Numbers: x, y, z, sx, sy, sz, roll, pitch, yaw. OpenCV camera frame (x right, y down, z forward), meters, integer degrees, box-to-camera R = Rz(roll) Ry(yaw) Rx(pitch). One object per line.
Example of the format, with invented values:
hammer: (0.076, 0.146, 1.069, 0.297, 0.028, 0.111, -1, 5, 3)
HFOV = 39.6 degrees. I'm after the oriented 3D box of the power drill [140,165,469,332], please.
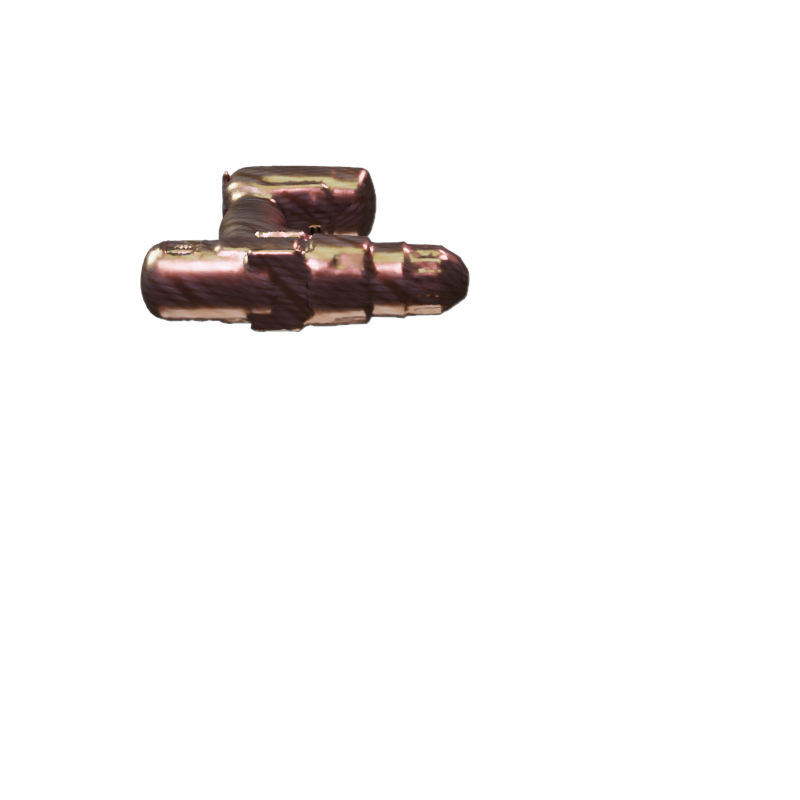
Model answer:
power drill: (-0.054, -0.098, 0.688, 0.185, 0.055, 0.196, 1, 23, 2)
